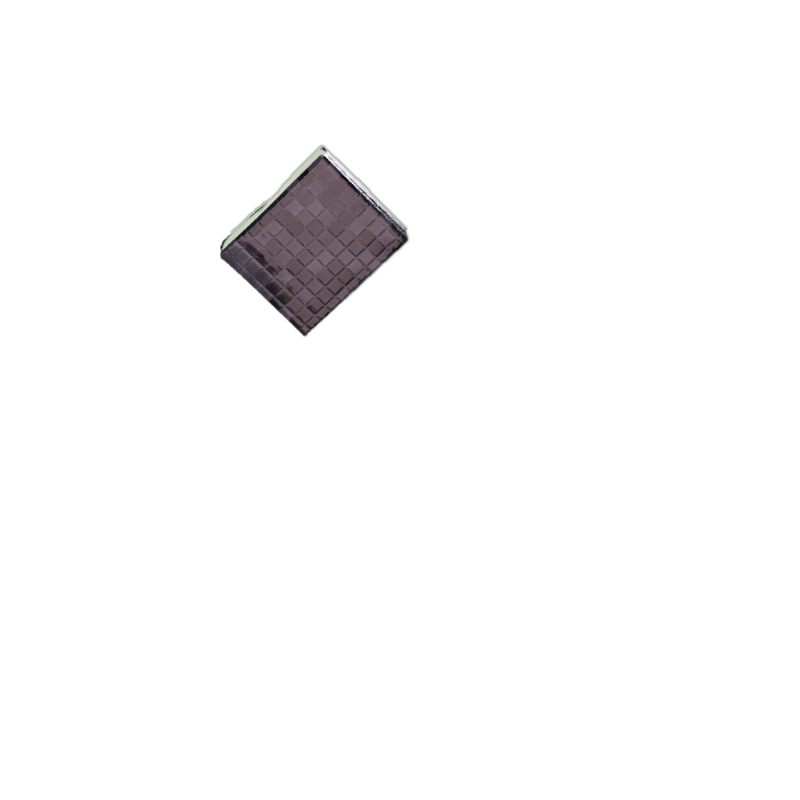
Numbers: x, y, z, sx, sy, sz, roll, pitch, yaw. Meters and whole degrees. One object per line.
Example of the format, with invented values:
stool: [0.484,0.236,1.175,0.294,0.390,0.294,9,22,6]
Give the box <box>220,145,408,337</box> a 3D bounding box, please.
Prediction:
box: [-0.052,-0.094,0.659,0.088,0.071,0.031,-42,14,13]
